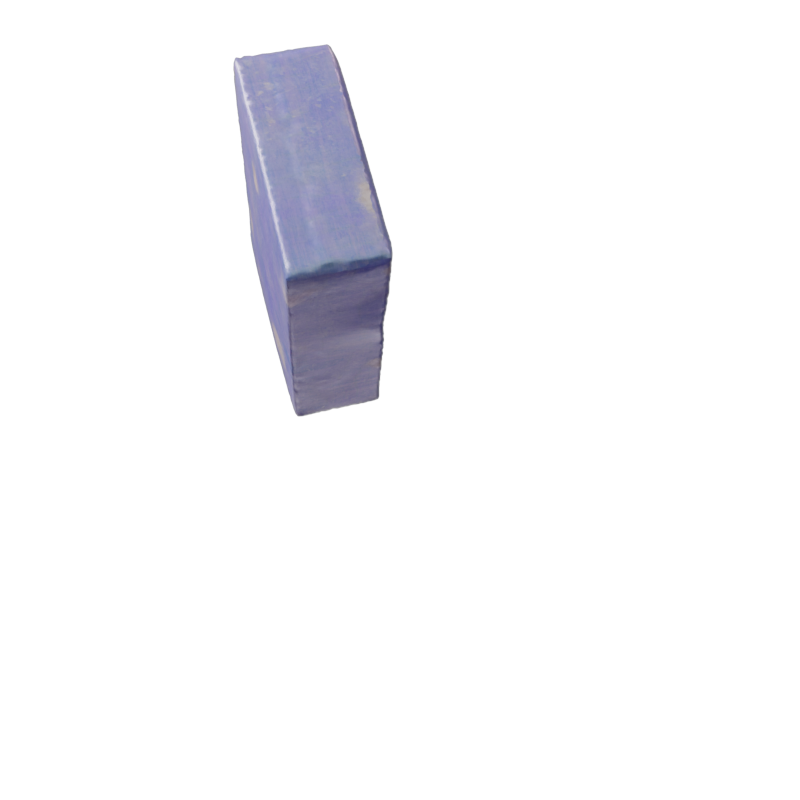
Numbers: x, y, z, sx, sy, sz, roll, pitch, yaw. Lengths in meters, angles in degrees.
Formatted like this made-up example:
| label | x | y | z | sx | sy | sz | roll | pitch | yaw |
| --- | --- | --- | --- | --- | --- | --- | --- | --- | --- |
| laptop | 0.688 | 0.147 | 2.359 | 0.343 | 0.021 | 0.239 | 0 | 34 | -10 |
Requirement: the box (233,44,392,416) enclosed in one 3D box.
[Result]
| label | x | y | z | sx | sy | sz | roll | pitch | yaw |
| --- | --- | --- | --- | --- | --- | --- | --- | --- | --- |
| box | -0.058 | -0.106 | 0.745 | 0.071 | 0.175 | 0.202 | -11 | -24 | -9 |
